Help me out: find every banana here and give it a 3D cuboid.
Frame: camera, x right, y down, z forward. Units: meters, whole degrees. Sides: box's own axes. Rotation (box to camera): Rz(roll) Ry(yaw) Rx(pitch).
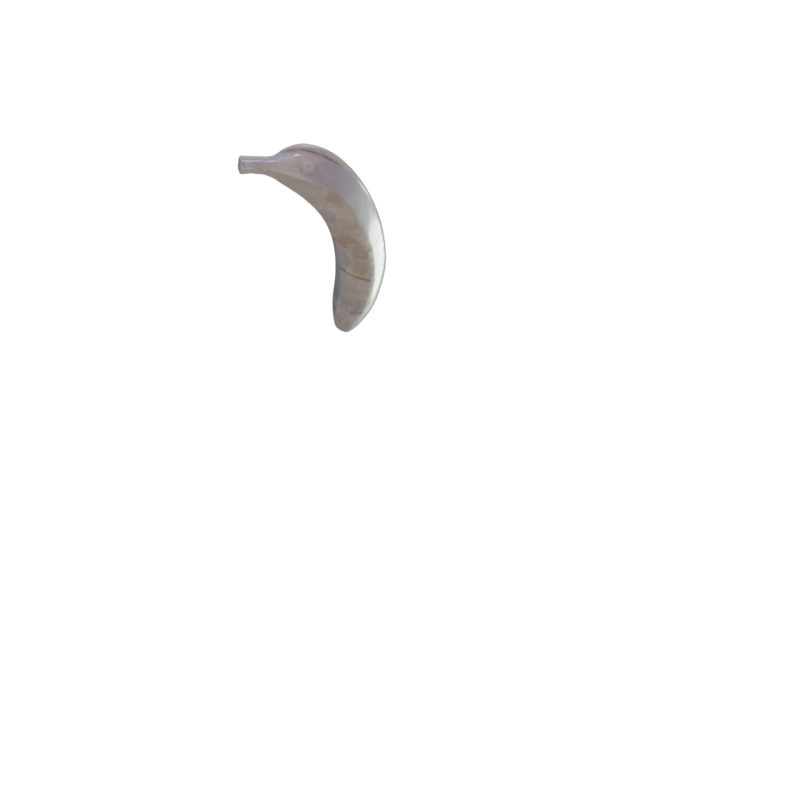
[{"bbox_3d":[-0.046,-0.120,0.793,0.070,0.039,0.182,-14,-41,15],"label":"banana"}]
